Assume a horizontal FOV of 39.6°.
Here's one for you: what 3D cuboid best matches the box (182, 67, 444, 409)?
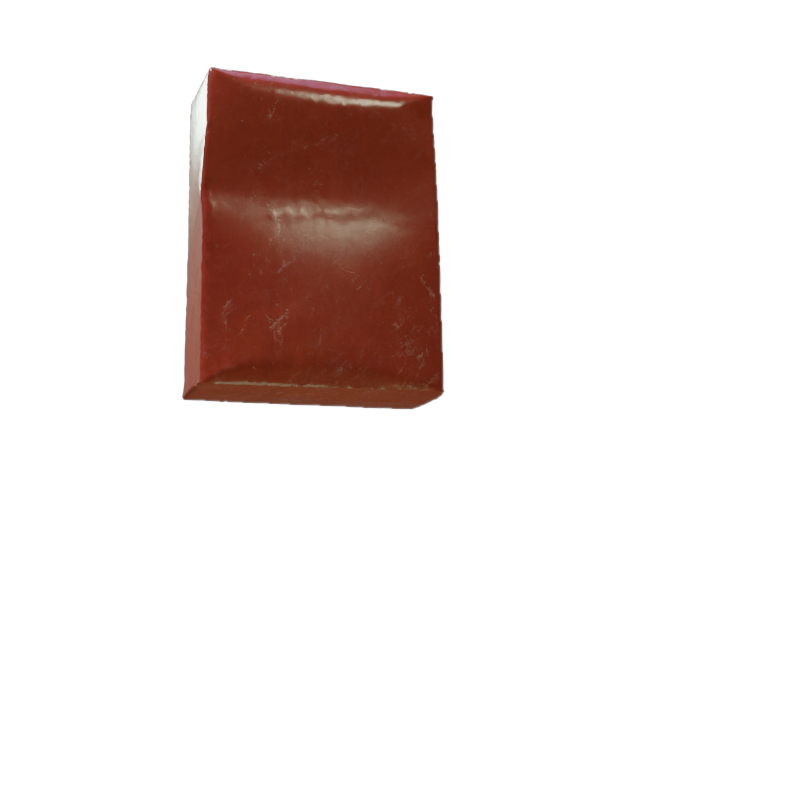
[{"bbox_3d":[-0.058,-0.106,0.743,0.160,0.222,0.071,4,-17,-17],"label":"box"}]
